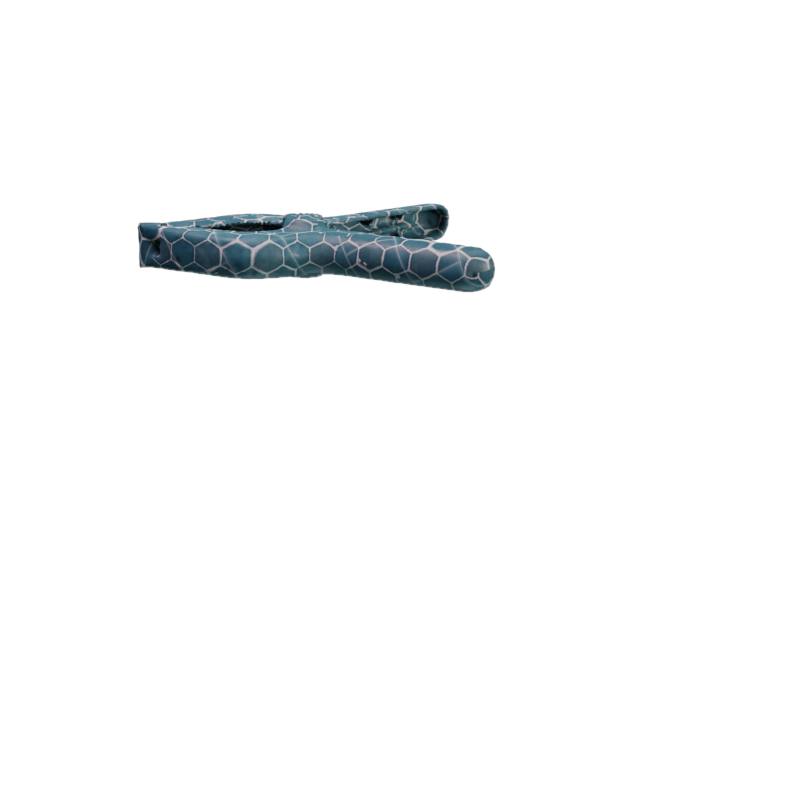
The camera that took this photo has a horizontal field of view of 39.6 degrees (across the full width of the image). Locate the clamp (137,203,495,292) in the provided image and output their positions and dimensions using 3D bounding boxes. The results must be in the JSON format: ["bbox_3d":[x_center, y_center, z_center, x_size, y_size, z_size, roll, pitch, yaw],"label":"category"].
[{"bbox_3d":[-0.054,-0.098,0.686,0.211,0.035,0.169,1,18,2],"label":"clamp"}]
